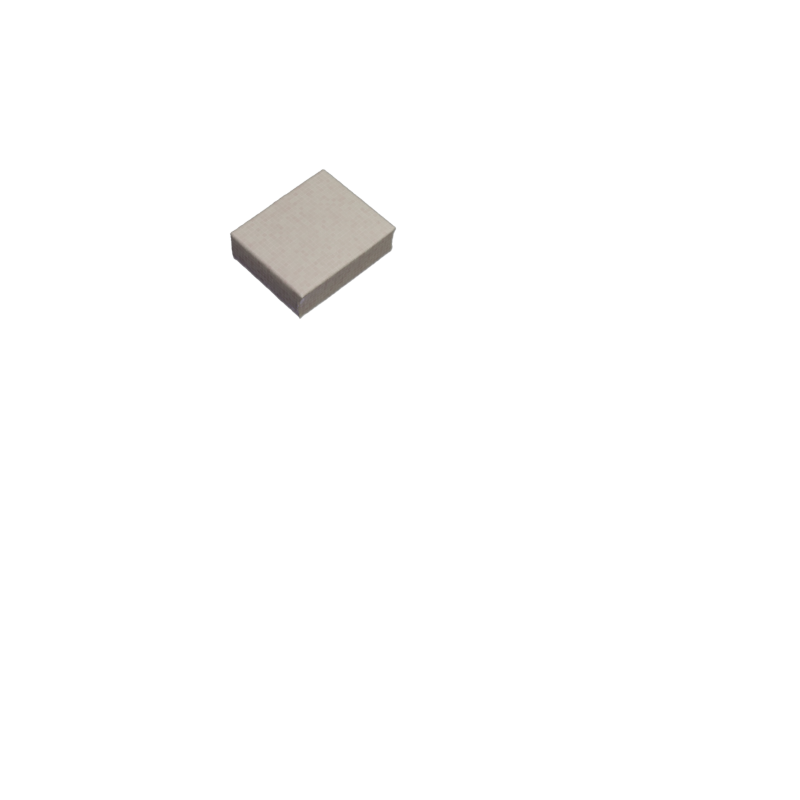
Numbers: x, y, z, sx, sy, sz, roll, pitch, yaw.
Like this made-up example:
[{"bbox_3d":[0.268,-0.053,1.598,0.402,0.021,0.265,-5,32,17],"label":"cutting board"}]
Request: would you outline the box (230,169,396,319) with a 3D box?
[{"bbox_3d":[-0.074,-0.135,0.944,0.115,0.095,0.036,-40,-25,-24],"label":"box"}]
